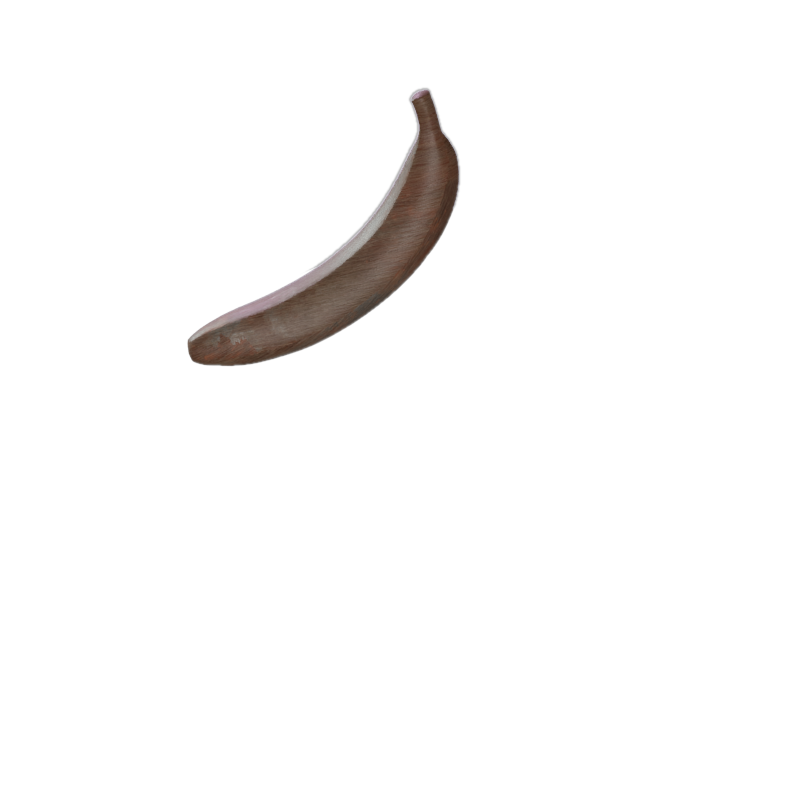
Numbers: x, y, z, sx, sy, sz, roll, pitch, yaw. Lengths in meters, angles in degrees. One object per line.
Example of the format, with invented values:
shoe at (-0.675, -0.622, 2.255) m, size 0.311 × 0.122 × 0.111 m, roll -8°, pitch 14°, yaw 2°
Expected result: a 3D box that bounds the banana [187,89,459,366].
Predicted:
banana at (-0.031, -0.078, 0.607) m, size 0.067 × 0.195 × 0.038 m, roll 41°, pitch 13°, yaw -13°
